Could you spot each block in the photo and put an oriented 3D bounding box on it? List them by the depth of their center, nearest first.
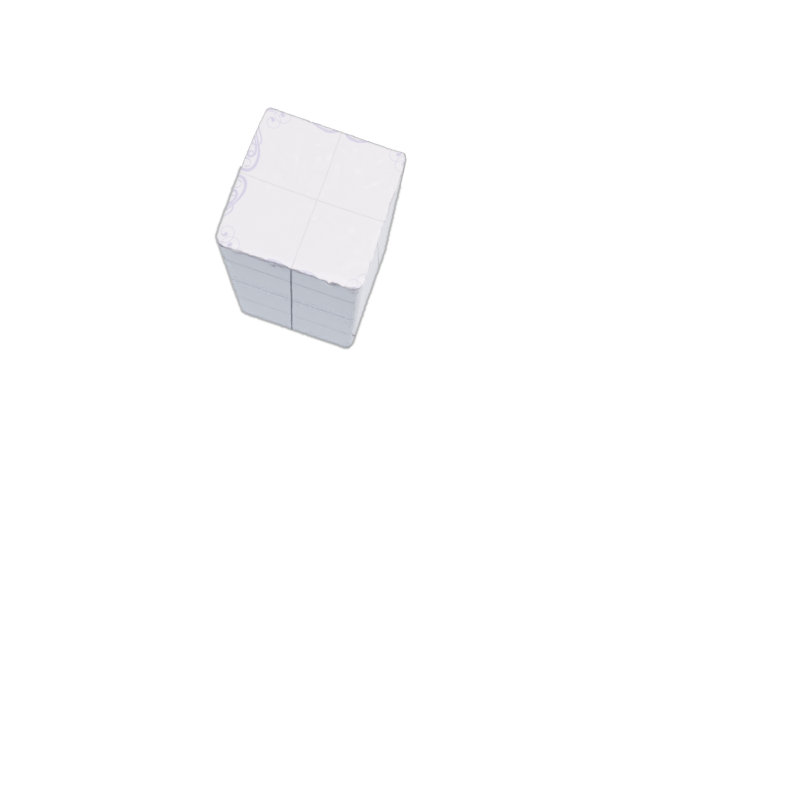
[{"bbox_3d":[-0.058,-0.105,0.736,0.091,0.092,0.201,19,-9,-1],"label":"block"}]
